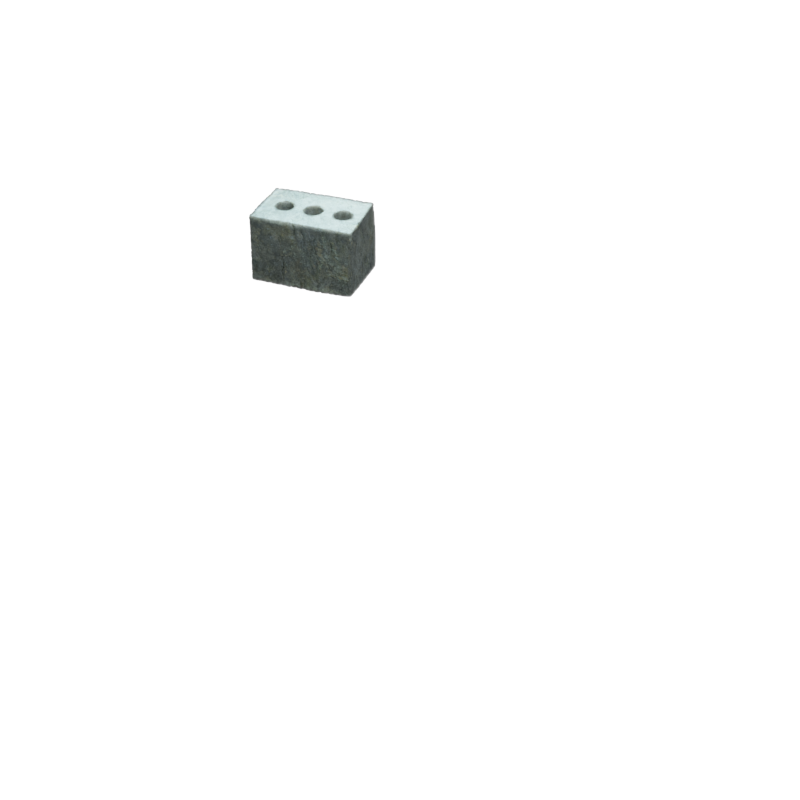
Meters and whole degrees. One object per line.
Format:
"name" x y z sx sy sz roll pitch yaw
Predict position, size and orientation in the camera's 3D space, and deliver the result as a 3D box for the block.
"block" -0.062 -0.112 0.788 0.080 0.048 0.054 11 33 16
